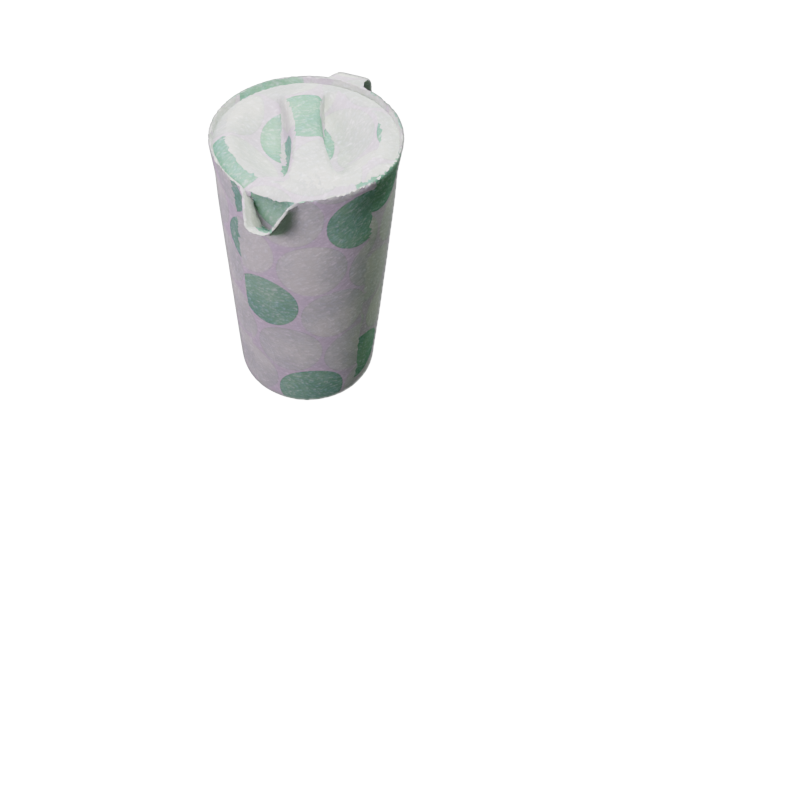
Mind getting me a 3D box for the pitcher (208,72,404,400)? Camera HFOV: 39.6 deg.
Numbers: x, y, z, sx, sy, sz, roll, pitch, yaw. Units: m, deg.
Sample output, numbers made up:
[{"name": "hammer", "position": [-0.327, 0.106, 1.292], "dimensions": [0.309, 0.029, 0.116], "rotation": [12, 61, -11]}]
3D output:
[{"name": "pitcher", "position": [-0.066, -0.120, 0.841], "dimensions": [0.148, 0.157, 0.226], "rotation": [-19, -37, -18]}]
